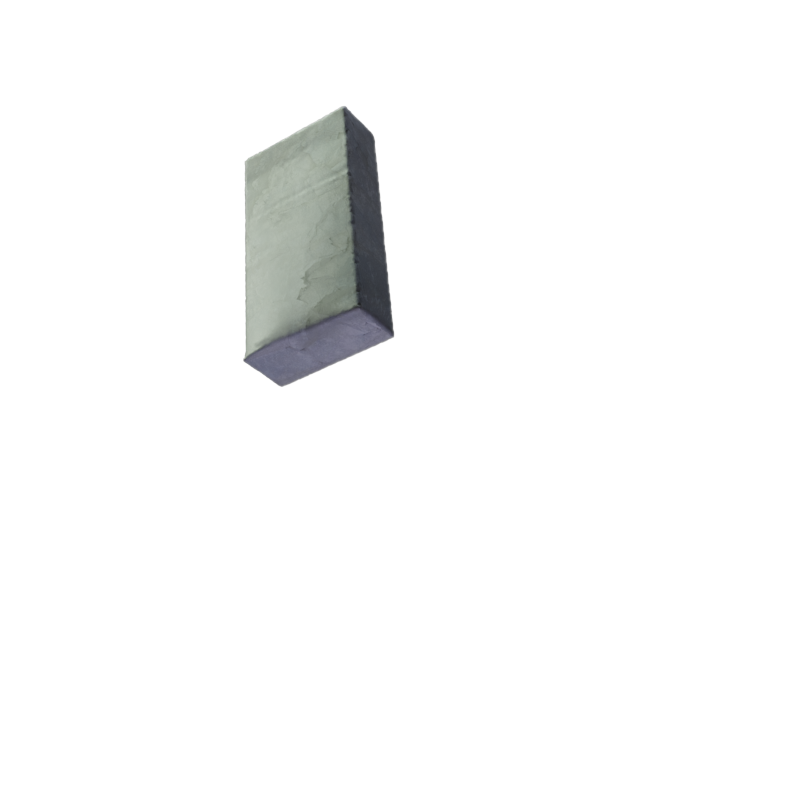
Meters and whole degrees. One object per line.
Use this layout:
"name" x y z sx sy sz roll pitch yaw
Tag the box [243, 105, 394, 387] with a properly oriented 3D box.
"box" -0.058 -0.106 0.741 0.094 0.189 0.044 -24 -42 25
